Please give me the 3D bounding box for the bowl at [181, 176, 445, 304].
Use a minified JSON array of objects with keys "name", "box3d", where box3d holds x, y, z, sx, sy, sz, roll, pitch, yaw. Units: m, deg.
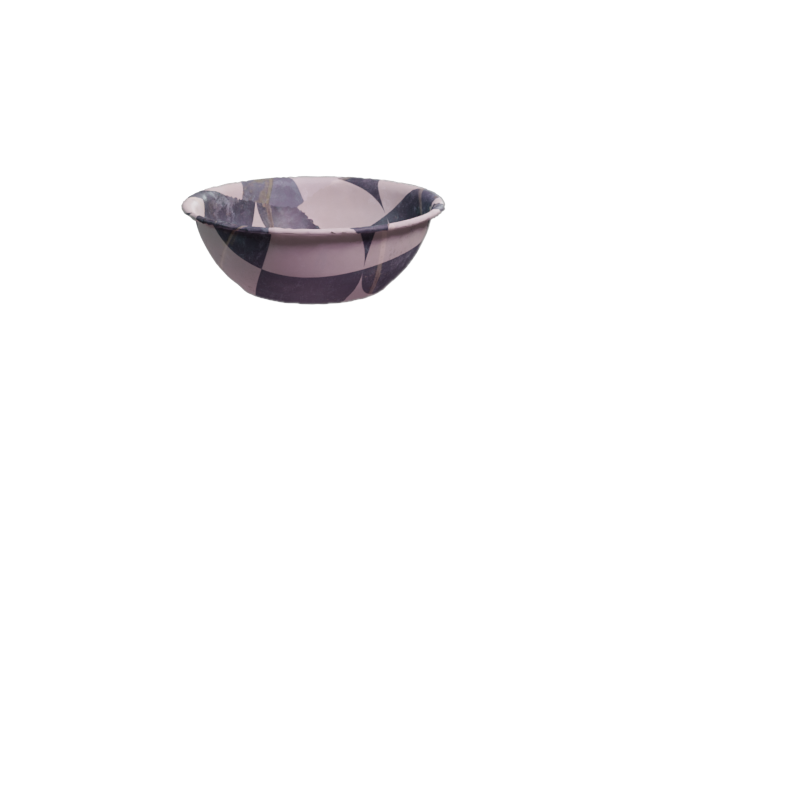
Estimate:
[{"name":"bowl","box3d":[-0.054,-0.098,0.689,0.162,0.053,0.169,-1,21,-2]}]
